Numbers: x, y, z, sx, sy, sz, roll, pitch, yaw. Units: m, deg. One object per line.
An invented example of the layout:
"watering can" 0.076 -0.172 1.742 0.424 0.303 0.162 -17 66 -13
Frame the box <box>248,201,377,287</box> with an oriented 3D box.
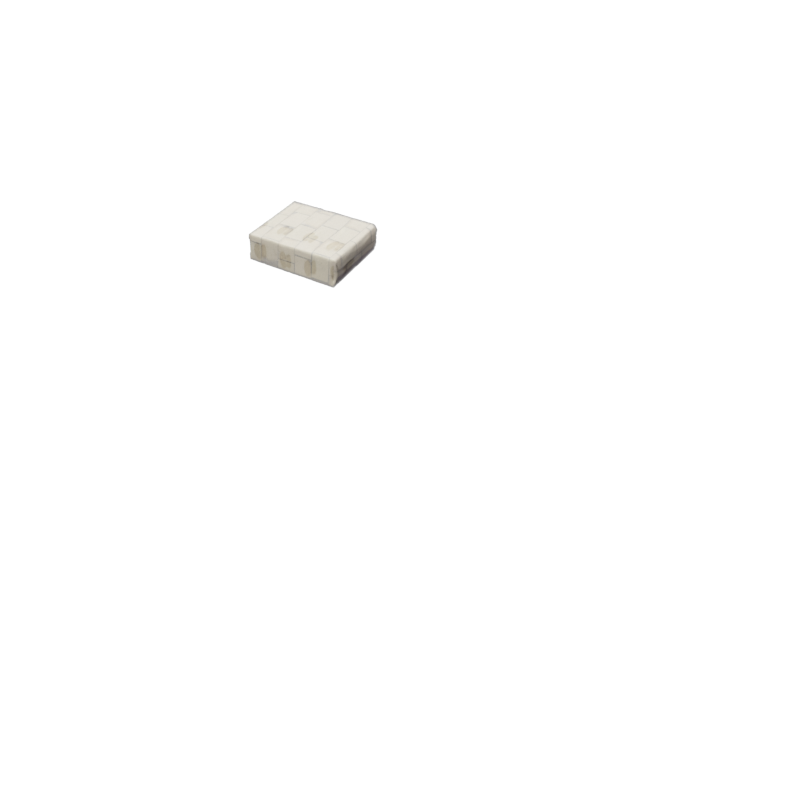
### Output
"box" -0.076 -0.139 0.974 0.093 0.028 0.074 19 39 24
